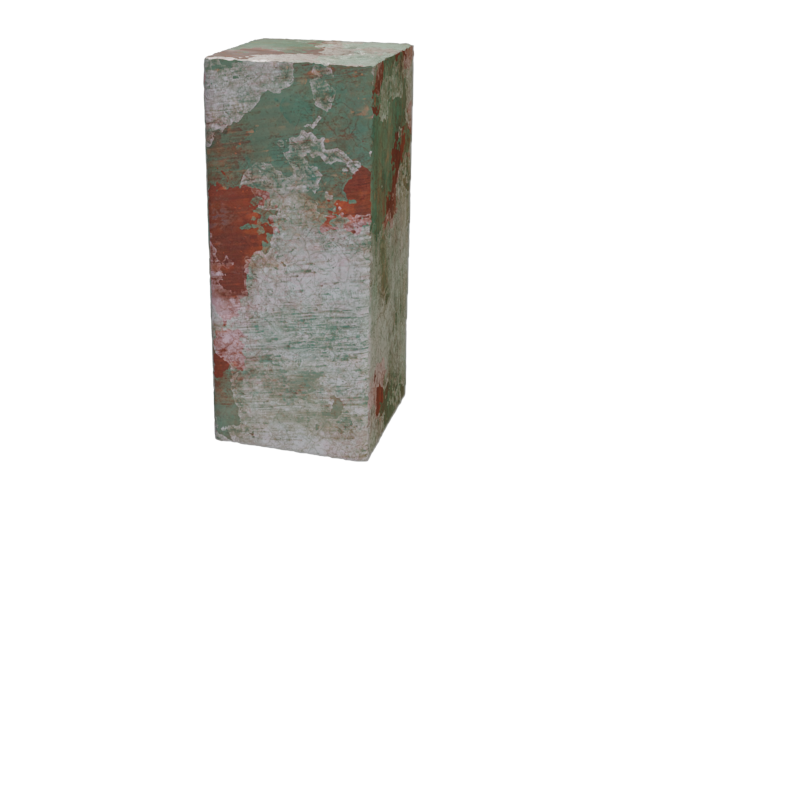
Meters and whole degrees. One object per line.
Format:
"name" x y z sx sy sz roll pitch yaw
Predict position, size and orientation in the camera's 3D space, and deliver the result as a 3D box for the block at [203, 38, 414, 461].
"block" -0.047 -0.086 0.598 0.092 0.198 0.093 6 20 14
